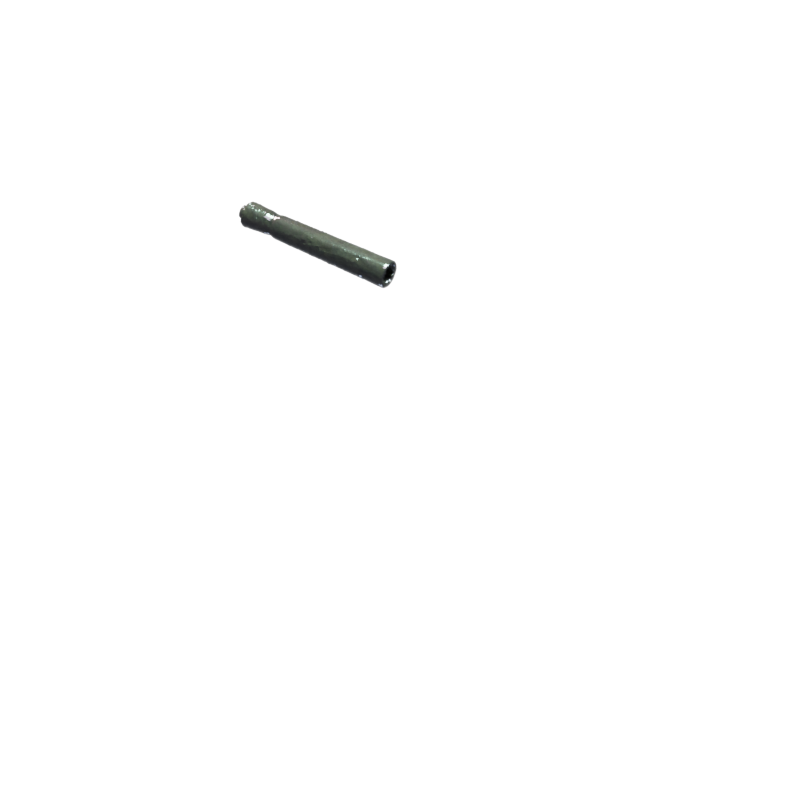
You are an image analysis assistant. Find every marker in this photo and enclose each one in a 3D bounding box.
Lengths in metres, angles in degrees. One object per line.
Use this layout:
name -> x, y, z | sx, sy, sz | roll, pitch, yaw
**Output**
marker -> -0.058, -0.106, 0.741 | 0.127, 0.019, 0.019 | 26, 15, 26
